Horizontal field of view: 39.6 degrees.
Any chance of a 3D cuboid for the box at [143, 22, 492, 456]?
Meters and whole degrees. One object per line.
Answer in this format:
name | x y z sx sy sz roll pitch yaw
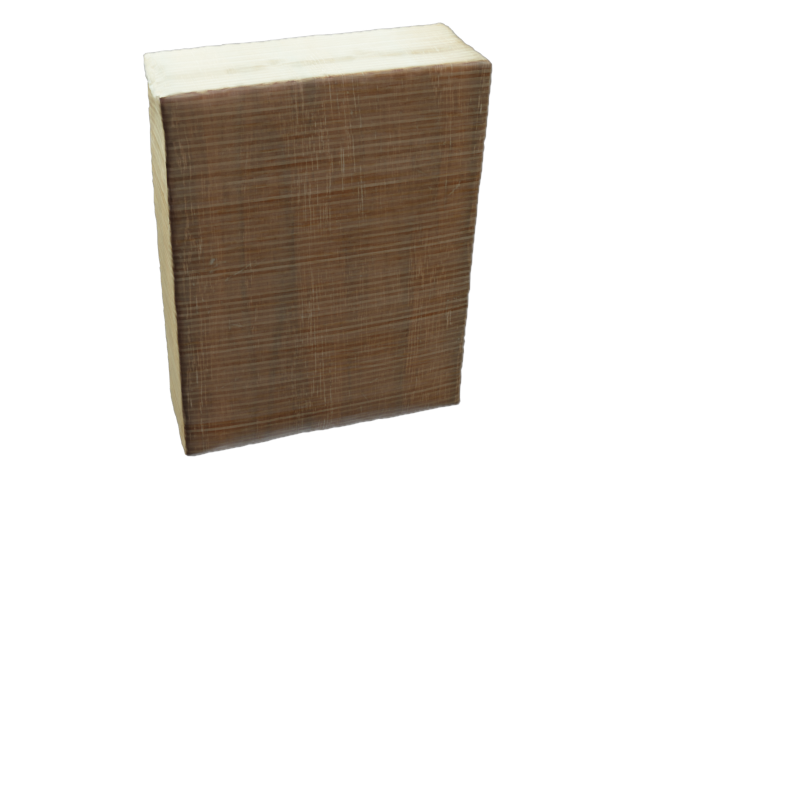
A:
box | -0.046 -0.085 0.593 0.162 0.201 0.077 -9 35 -16
